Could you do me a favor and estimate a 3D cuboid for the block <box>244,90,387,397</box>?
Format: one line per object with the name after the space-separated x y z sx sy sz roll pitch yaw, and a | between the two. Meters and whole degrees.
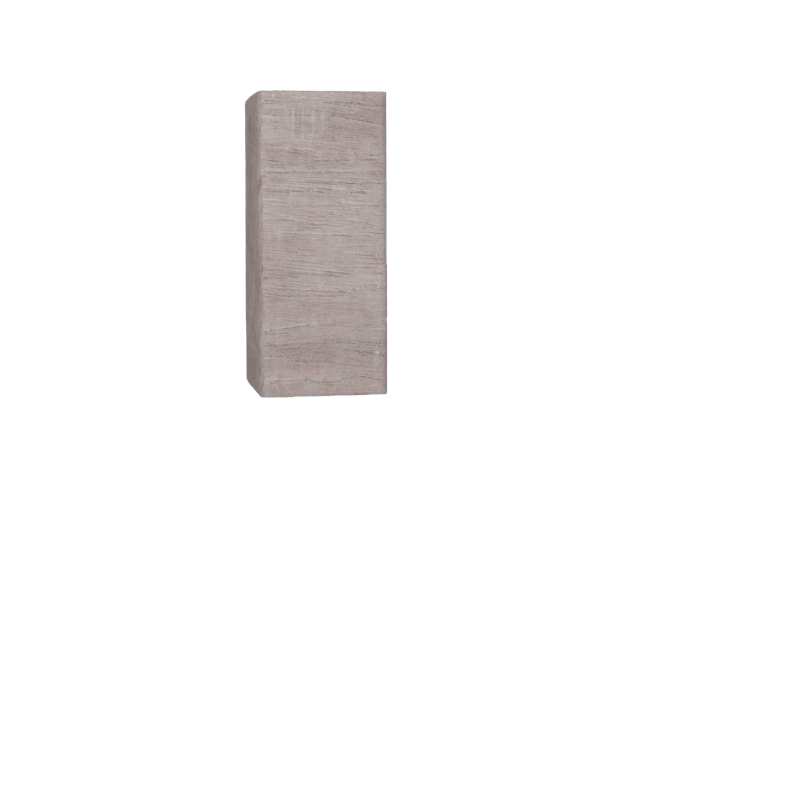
-0.062 -0.112 0.788 0.089 0.205 0.092 -1 3 -12 | block
